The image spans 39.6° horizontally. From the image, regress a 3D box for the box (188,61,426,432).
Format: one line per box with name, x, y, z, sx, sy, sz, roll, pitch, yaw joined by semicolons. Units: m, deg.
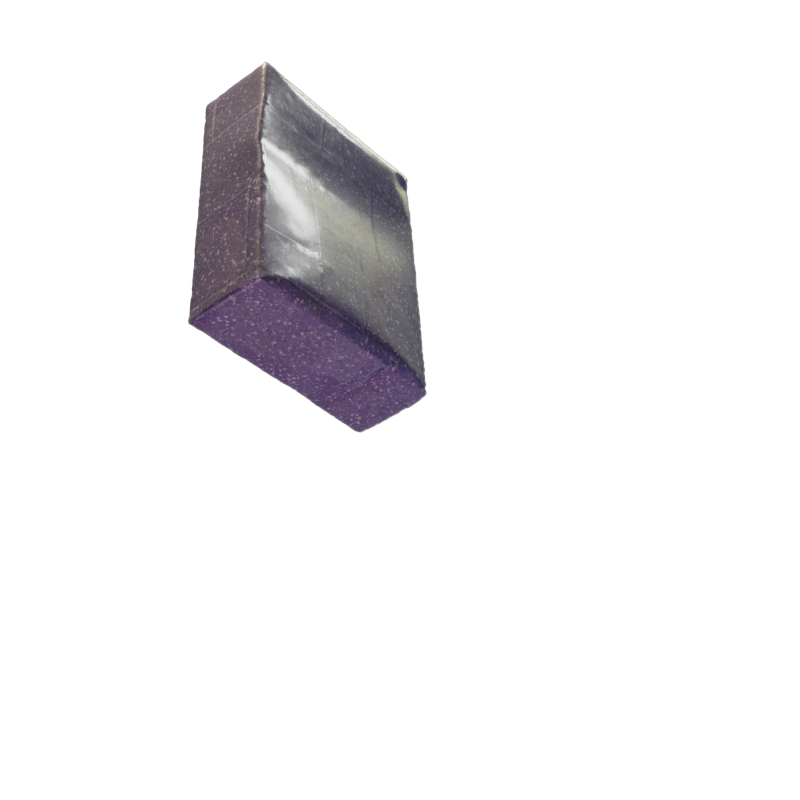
box;-0.060;-0.110;0.770;0.071;0.230;0.153;-32;-48;29
